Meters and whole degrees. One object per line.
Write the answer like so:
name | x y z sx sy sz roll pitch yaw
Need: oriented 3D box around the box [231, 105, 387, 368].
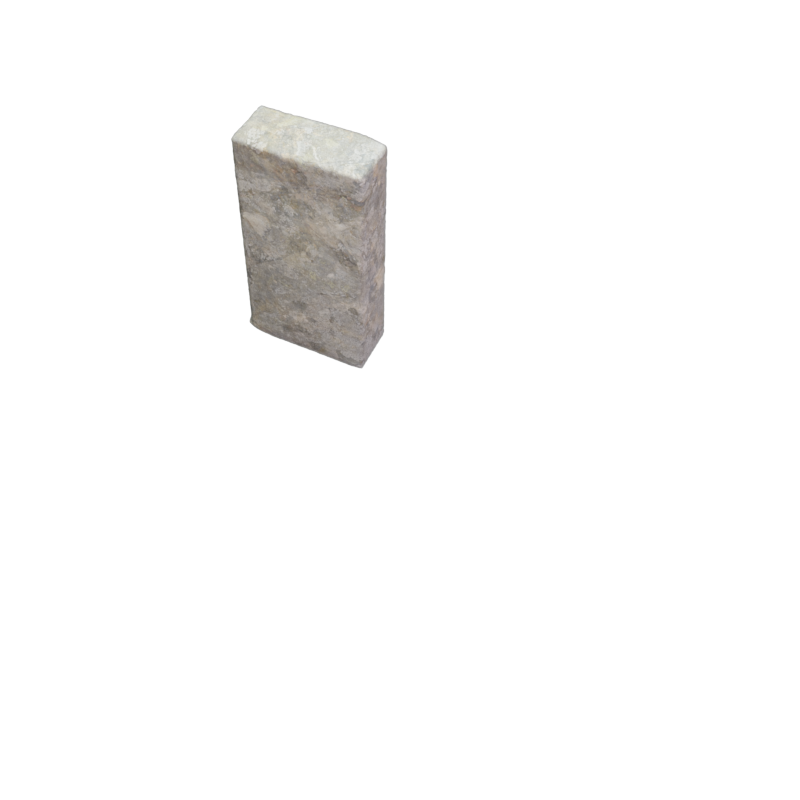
box | -0.058 -0.106 0.739 0.097 0.164 0.050 22 48 17
